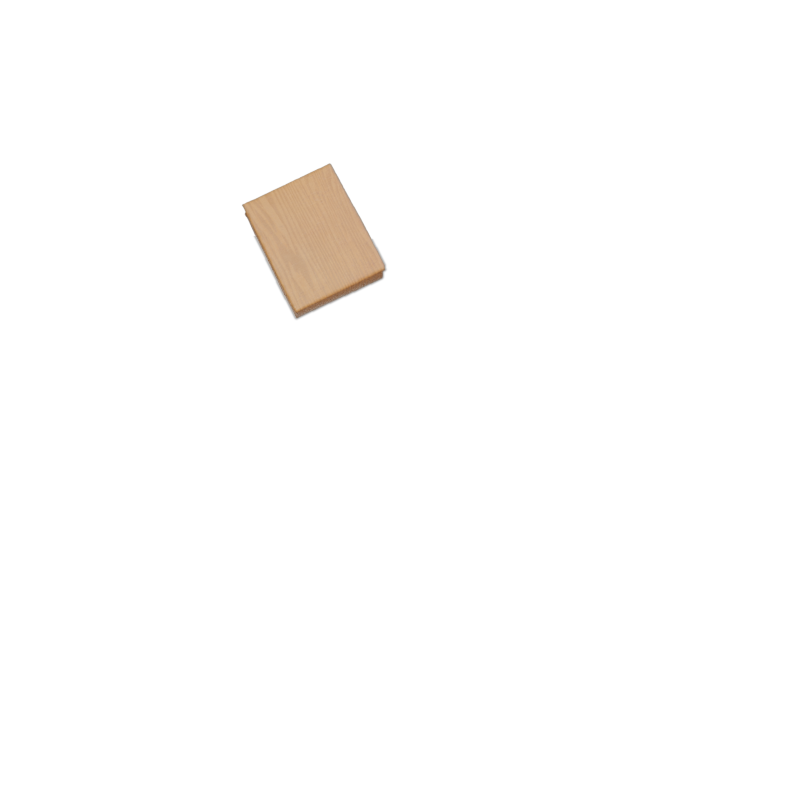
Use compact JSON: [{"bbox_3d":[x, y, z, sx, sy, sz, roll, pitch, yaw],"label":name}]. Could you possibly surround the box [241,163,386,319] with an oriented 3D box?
[{"bbox_3d":[-0.078,-0.142,0.993,0.090,0.118,0.037,-26,-15,-8],"label":"box"}]
